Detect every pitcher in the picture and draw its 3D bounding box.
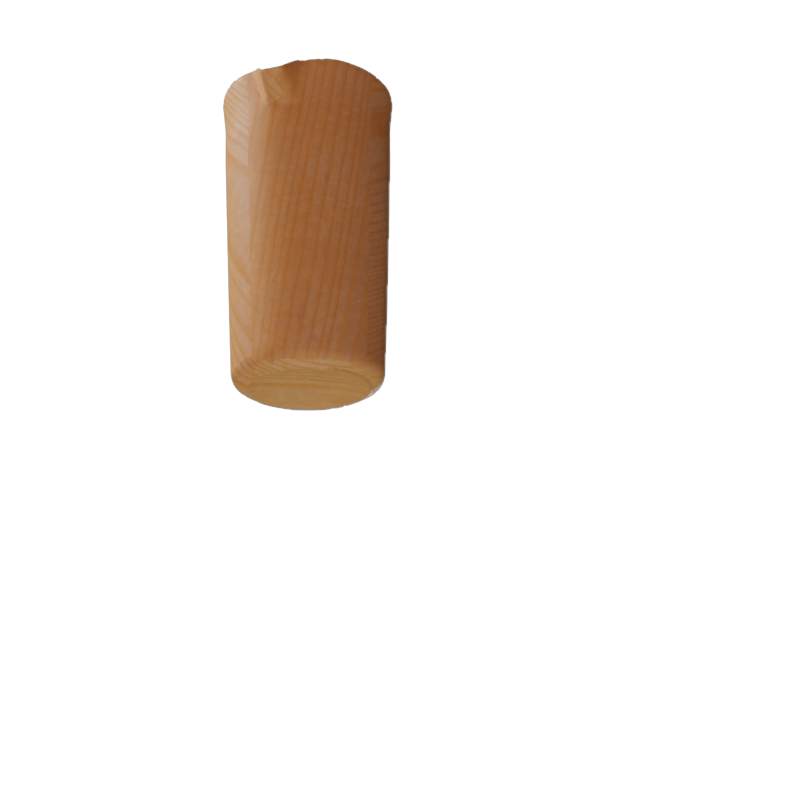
[{"bbox_3d":[-0.065,-0.119,0.832,0.143,0.257,0.143,12,-28,-28],"label":"pitcher"}]
